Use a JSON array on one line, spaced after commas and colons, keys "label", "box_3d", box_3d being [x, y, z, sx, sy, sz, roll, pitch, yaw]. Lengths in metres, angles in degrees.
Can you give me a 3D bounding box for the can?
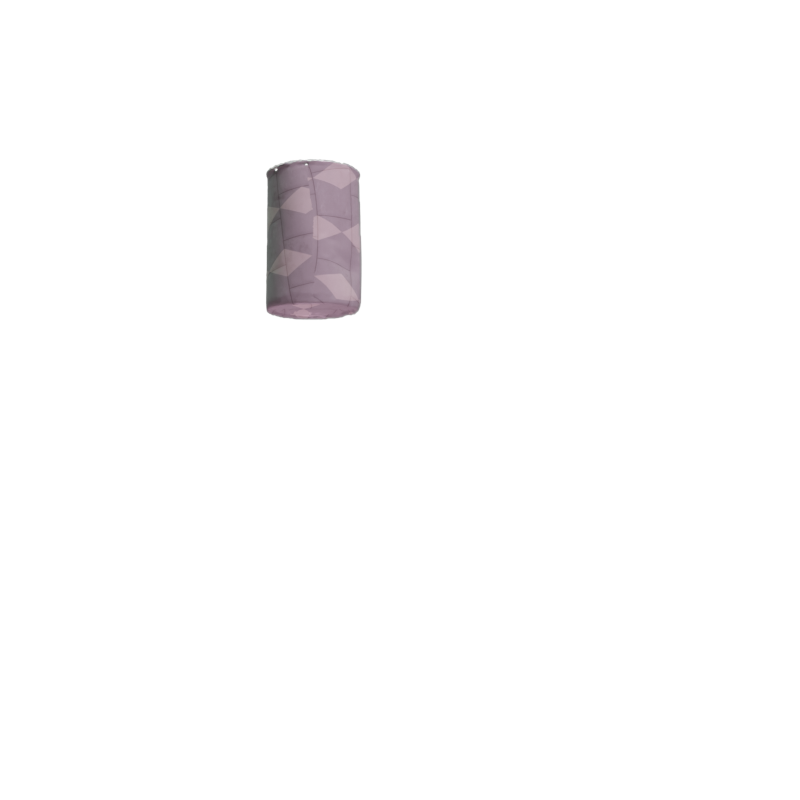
[{"label": "can", "box_3d": [-0.062, -0.113, 0.791, 0.068, 0.105, 0.067, 0, -11, -2]}]
